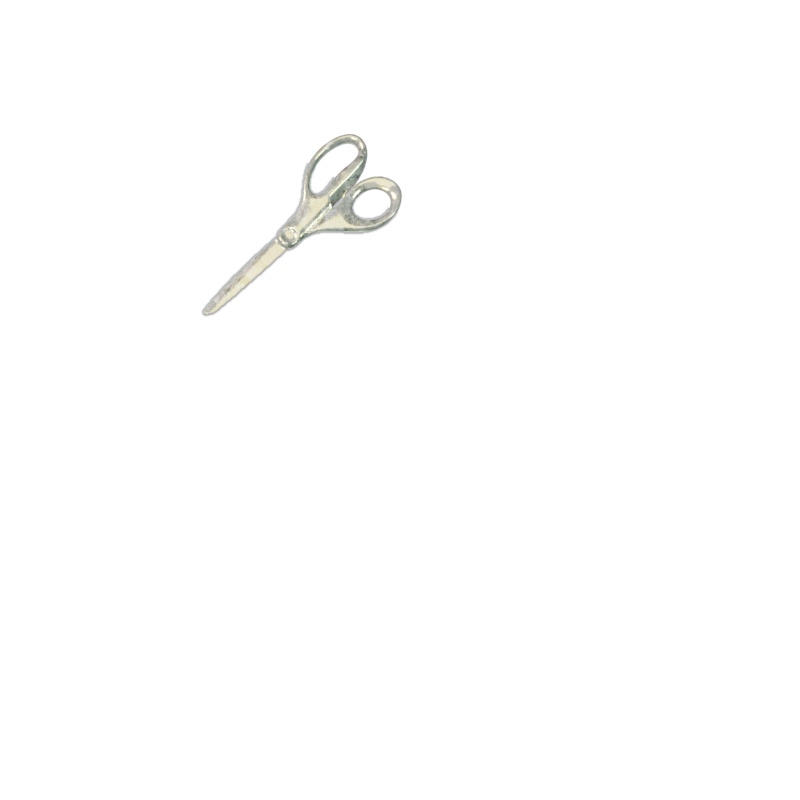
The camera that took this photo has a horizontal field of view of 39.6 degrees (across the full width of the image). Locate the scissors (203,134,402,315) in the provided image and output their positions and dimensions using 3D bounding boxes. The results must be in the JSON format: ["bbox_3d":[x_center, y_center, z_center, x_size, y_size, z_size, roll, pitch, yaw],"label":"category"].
[{"bbox_3d":[-0.074,-0.134,0.939,0.098,0.206,0.015,28,-14,8],"label":"scissors"}]
